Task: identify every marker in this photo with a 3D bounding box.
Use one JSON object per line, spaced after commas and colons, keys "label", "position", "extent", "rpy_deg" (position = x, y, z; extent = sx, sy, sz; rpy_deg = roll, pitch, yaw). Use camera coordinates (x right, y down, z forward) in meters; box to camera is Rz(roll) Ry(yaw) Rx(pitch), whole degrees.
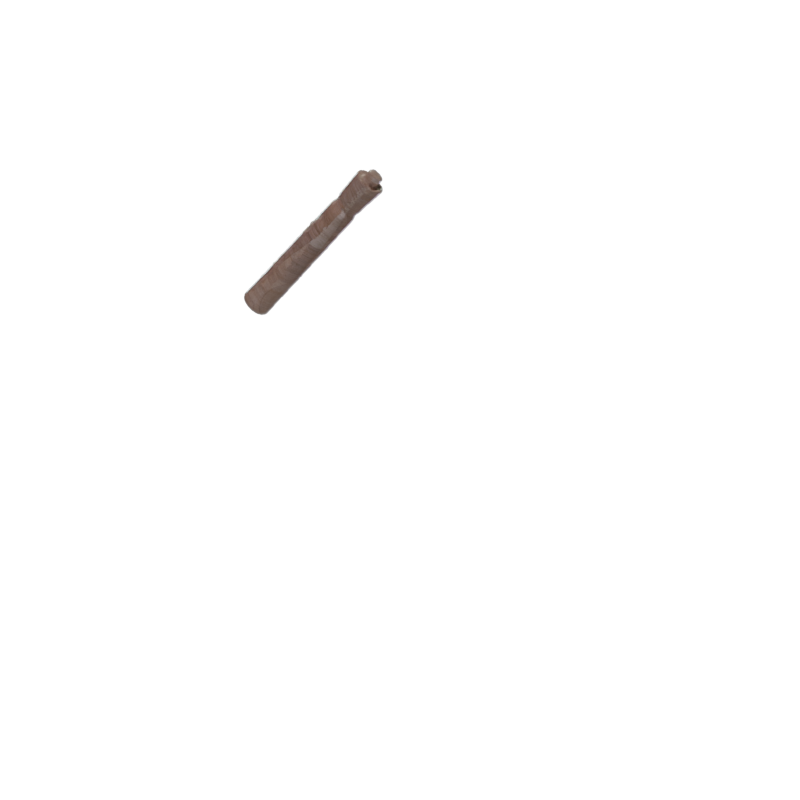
{"label": "marker", "position": [-0.052, -0.096, 0.669], "extent": [0.119, 0.021, 0.019], "rpy_deg": [-42, -21, 29]}
